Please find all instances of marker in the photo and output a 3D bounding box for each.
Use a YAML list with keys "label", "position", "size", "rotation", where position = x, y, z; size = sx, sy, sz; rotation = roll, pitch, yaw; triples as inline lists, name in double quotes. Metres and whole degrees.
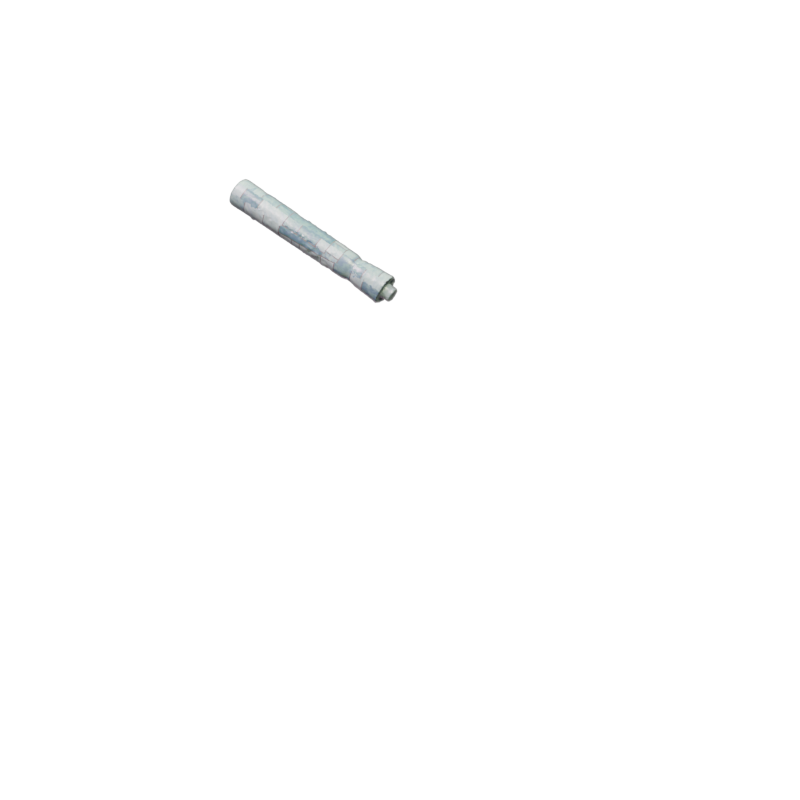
- label: "marker"
  position: [-0.053, -0.096, 0.672]
  size: [0.127, 0.019, 0.019]
  rotation: [36, 16, 20]
